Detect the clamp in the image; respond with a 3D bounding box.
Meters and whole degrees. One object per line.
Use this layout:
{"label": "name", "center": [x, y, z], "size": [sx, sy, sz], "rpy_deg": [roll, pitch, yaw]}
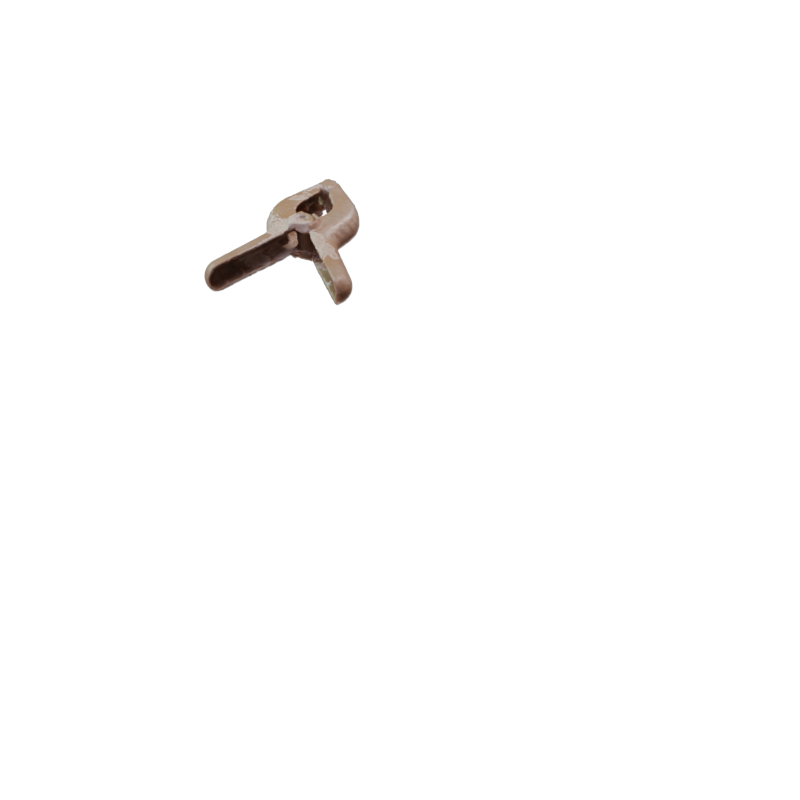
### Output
{"label": "clamp", "center": [-0.072, -0.132, 0.921], "size": [0.124, 0.037, 0.177], "rpy_deg": [16, 42, 18]}
